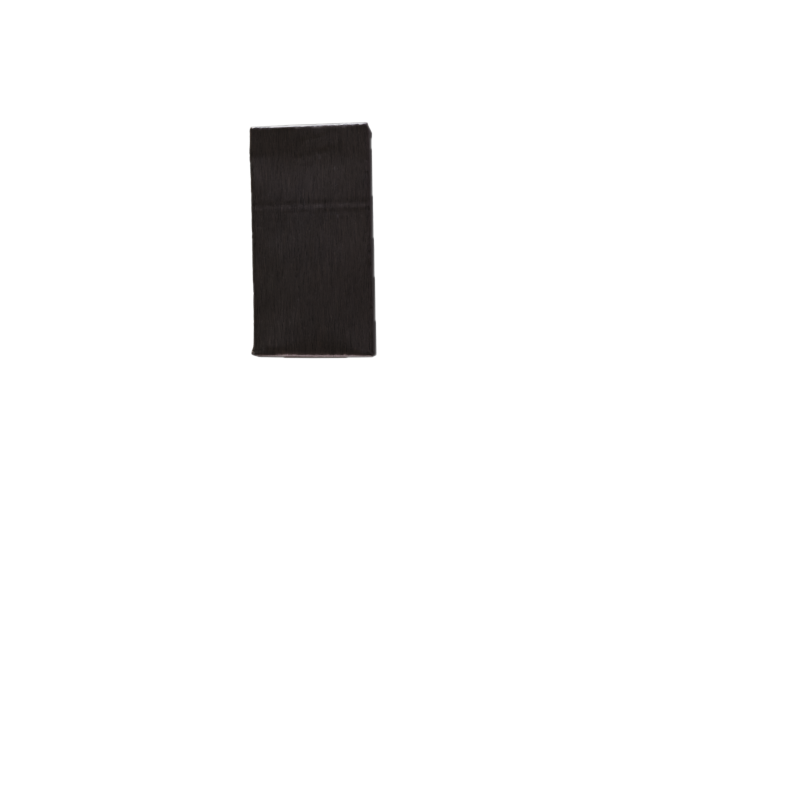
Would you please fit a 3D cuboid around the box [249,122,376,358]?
[{"bbox_3d":[-0.066,-0.121,0.845,0.094,0.179,0.047,-1,-6,6],"label":"box"}]
